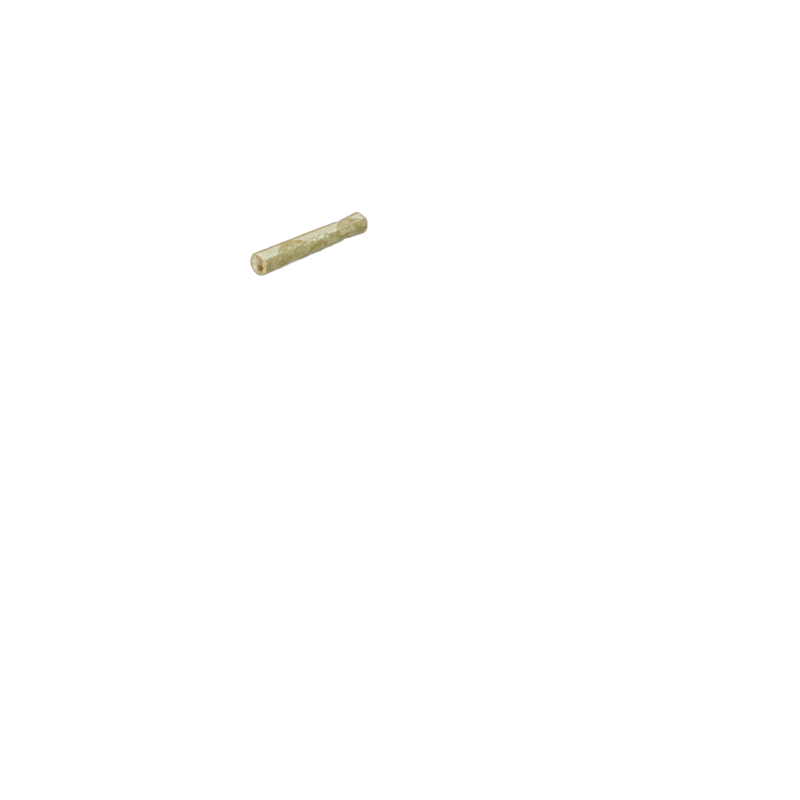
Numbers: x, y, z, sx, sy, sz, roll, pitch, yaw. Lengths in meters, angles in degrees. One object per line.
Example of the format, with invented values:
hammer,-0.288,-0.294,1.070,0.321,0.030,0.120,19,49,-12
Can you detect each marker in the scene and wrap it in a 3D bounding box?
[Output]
marker,-0.069,-0.126,0.885,0.021,0.019,0.120,4,25,44
